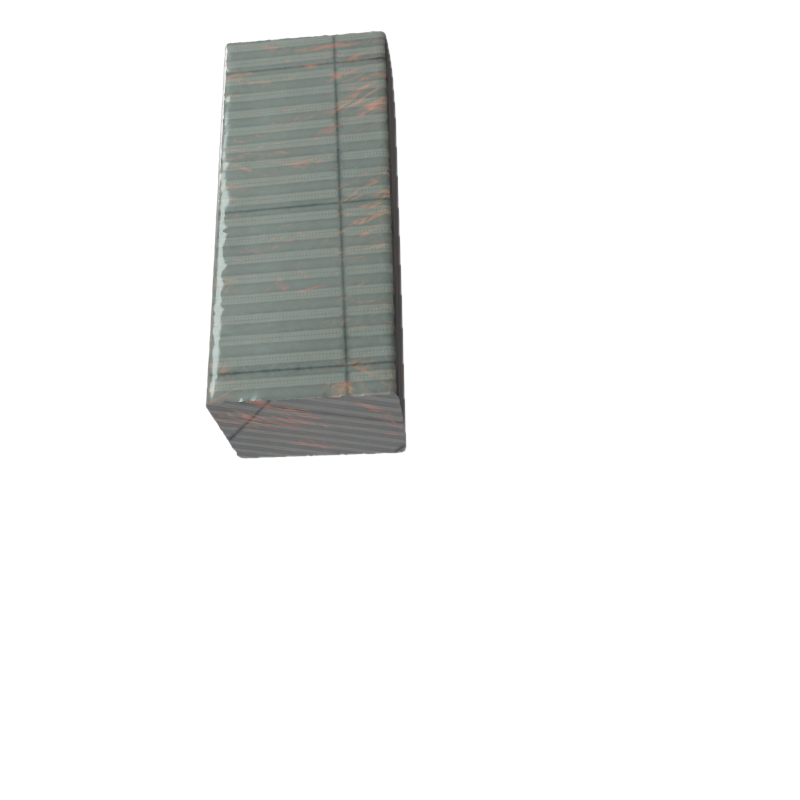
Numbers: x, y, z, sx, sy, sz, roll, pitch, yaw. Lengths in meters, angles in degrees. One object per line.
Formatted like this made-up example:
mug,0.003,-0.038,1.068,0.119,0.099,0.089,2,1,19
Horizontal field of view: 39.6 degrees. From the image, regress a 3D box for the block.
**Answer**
block,-0.046,-0.083,0.587,0.091,0.218,0.085,-4,-25,4
